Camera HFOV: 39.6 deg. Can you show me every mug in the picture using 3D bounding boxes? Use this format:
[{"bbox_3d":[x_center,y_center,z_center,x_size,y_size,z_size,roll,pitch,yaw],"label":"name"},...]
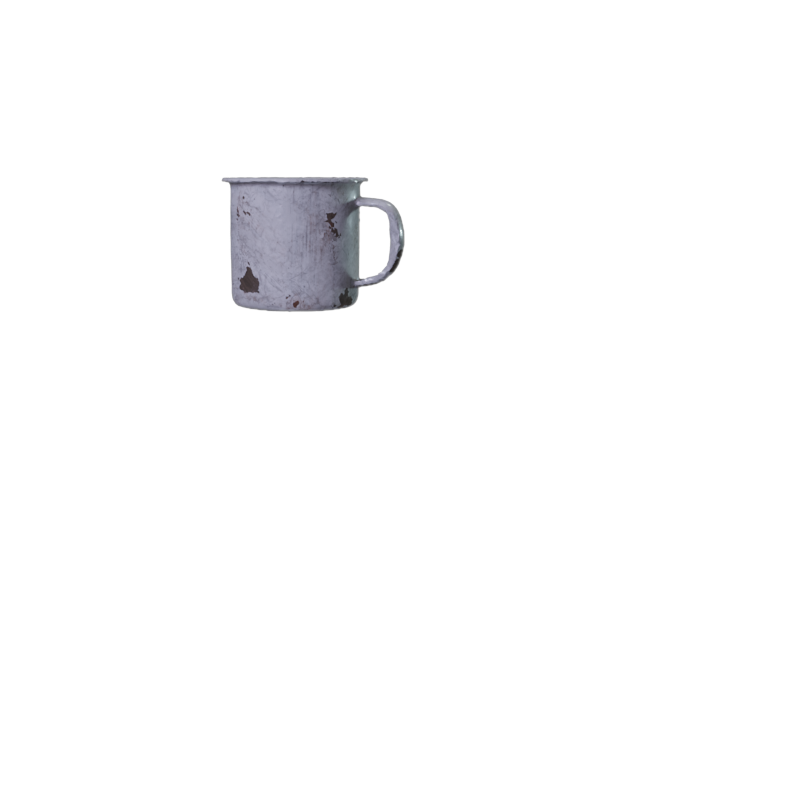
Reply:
[{"bbox_3d":[-0.055,-0.100,0.702,0.119,0.080,0.093,2,8,12],"label":"mug"}]
